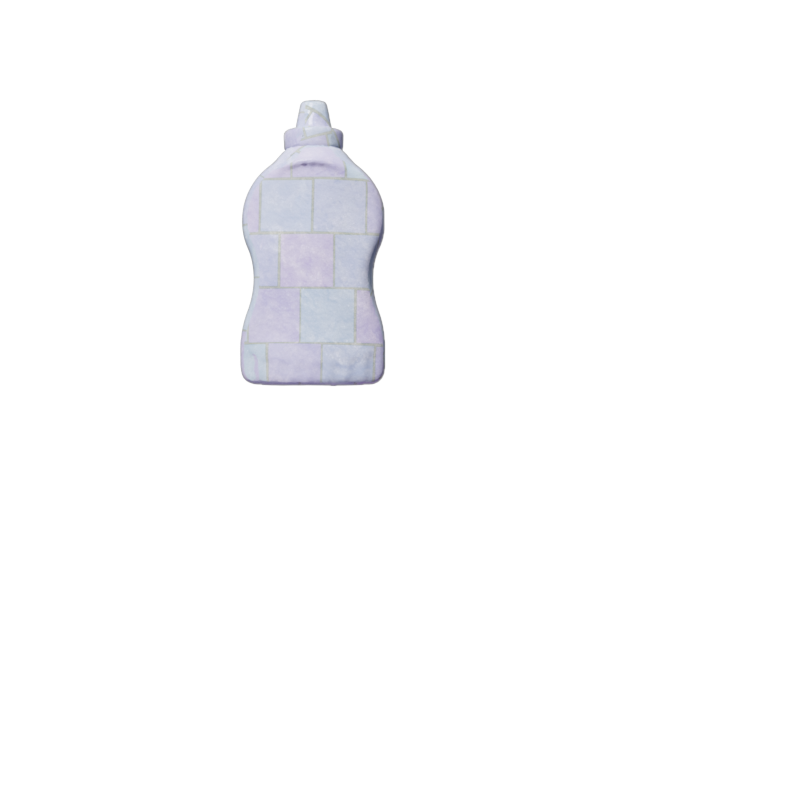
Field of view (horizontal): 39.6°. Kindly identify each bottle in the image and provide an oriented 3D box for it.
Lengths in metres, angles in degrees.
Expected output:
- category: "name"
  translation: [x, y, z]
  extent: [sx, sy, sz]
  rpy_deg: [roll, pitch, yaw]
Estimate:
- category: "bottle"
  translation: [-0.059, -0.107, 0.749]
  extent: [0.097, 0.194, 0.057]
  rpy_deg: [-1, -5, 4]
